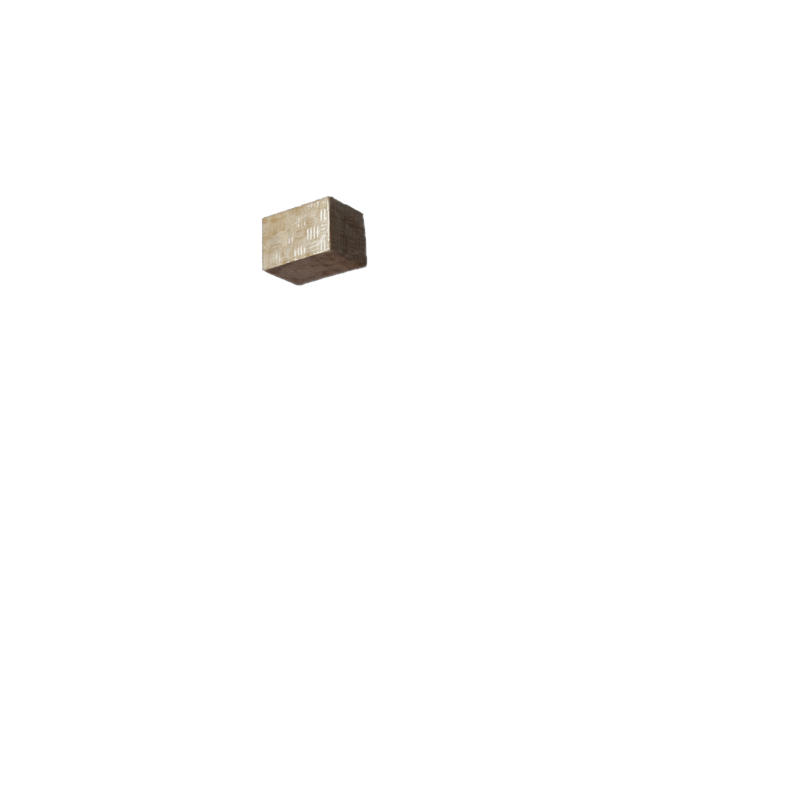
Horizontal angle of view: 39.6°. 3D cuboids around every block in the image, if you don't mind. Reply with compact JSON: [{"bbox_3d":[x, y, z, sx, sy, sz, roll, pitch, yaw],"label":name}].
[{"bbox_3d":[-0.075,-0.137,0.959,0.079,0.054,0.049,-12,-21,34],"label":"block"}]
